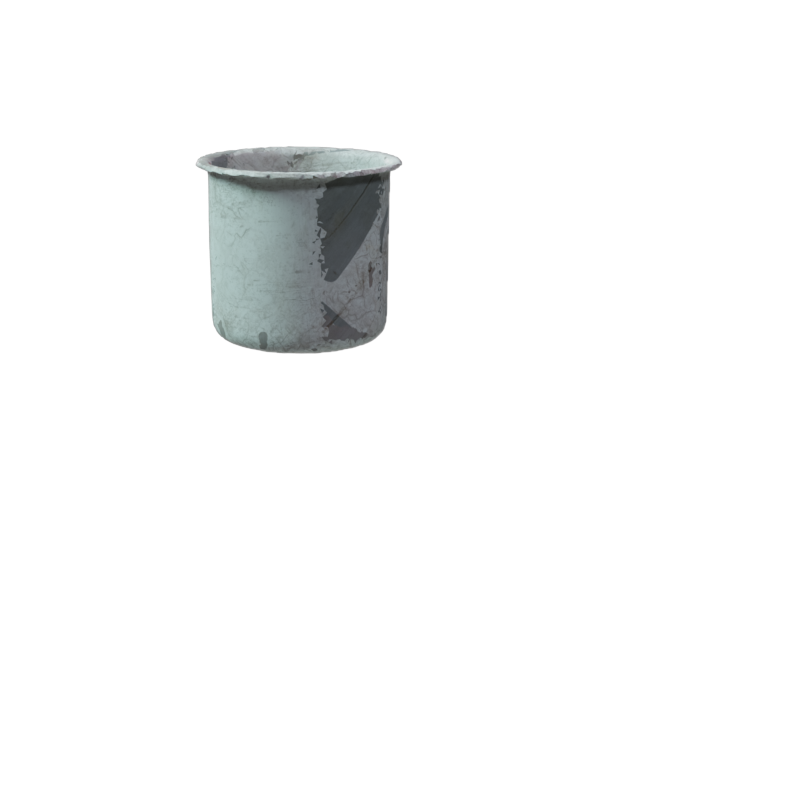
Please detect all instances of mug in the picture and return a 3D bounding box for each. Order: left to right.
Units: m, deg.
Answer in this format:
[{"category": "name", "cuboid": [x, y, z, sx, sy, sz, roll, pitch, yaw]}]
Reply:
[{"category": "mug", "cuboid": [-0.041, -0.074, 0.519, 0.097, 0.079, 0.116, 10, 19, 28]}]
